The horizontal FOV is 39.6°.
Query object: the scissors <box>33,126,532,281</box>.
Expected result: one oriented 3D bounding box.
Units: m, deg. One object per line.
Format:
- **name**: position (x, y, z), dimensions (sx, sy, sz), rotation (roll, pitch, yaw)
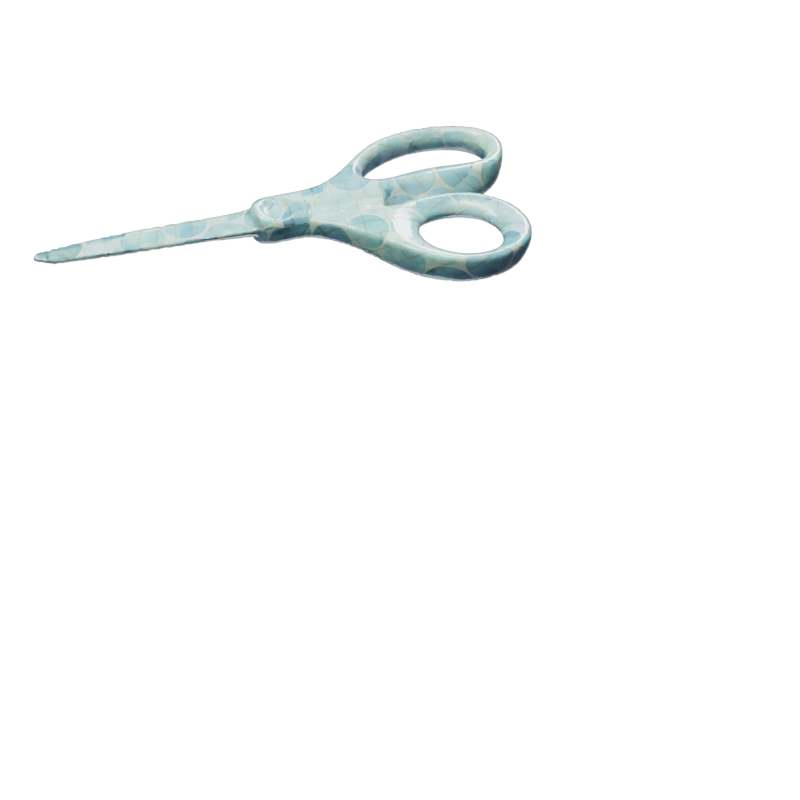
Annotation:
- **scissors**: position (-0.035, -0.063, 0.444), dimensions (0.200, 0.015, 0.104), rotation (-24, 51, -22)
